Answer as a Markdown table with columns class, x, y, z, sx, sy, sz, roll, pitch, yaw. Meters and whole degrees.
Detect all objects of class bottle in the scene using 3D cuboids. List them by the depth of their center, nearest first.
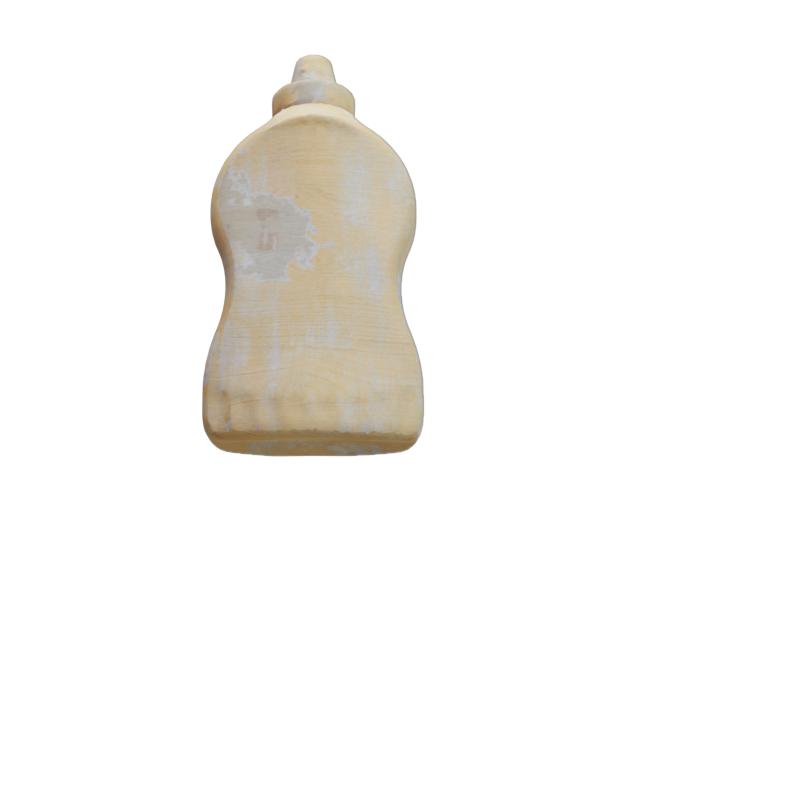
| class | x | y | z | sx | sy | sz | roll | pitch | yaw |
| --- | --- | --- | --- | --- | --- | --- | --- | --- | --- |
| bottle | -0.040 | -0.073 | 0.515 | 0.096 | 0.201 | 0.056 | -2 | -20 | 1 |
